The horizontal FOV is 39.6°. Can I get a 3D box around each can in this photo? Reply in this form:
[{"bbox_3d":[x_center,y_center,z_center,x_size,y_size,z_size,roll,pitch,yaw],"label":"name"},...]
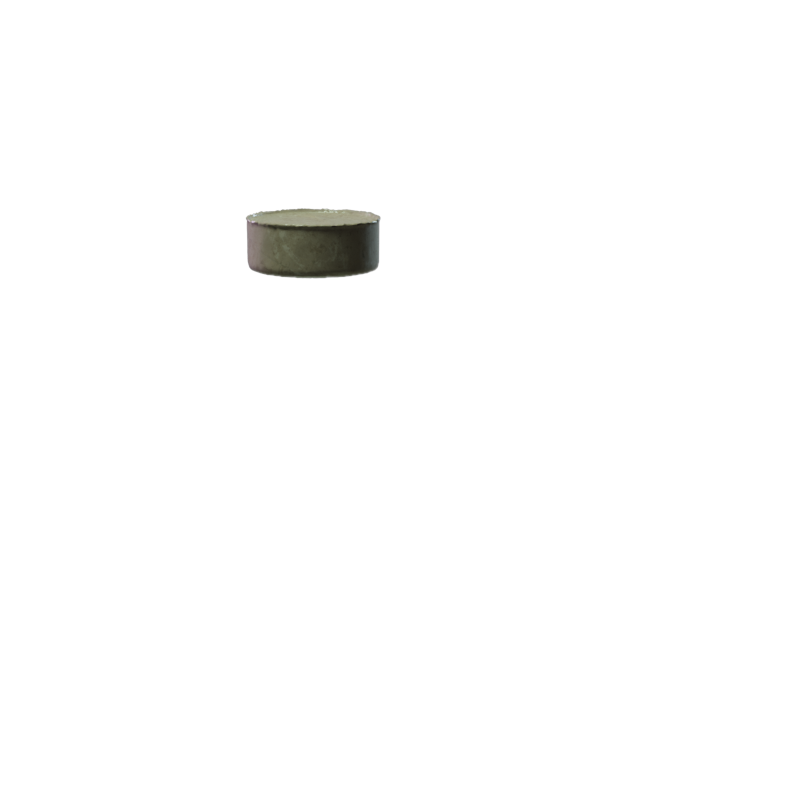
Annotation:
[{"bbox_3d":[-0.055,-0.101,0.708,0.086,0.033,0.089,0,15,-2],"label":"can"}]
